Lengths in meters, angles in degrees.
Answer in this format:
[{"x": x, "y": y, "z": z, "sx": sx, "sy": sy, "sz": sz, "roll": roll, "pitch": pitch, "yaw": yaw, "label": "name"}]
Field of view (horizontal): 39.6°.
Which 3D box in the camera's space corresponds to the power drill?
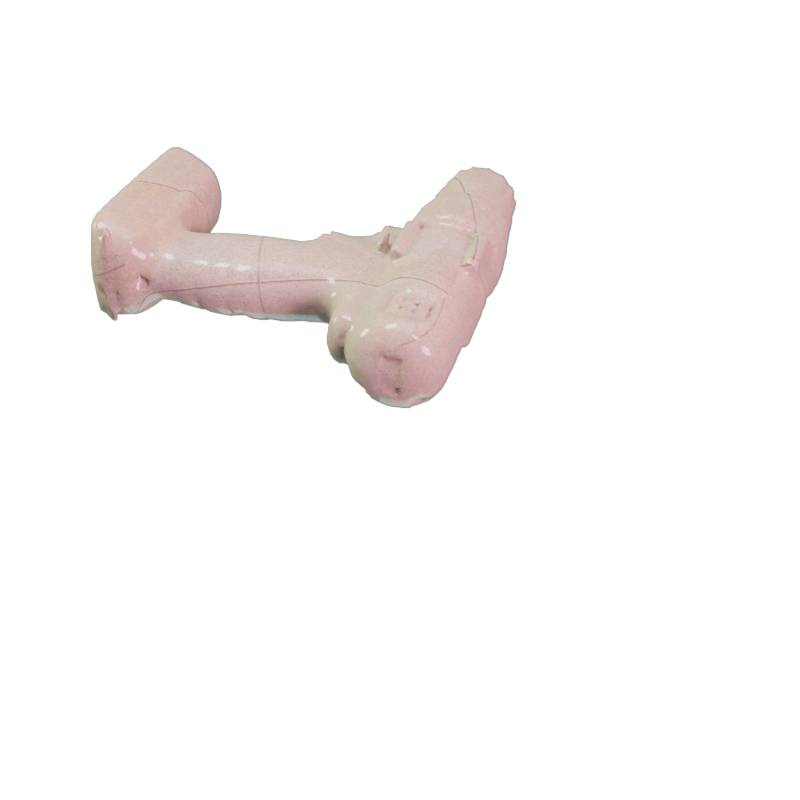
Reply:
[{"x": -0.043, "y": -0.079, "z": 0.553, "sx": 0.193, "sy": 0.054, "sz": 0.191, "roll": 10, "pitch": 35, "yaw": 15, "label": "power drill"}]
